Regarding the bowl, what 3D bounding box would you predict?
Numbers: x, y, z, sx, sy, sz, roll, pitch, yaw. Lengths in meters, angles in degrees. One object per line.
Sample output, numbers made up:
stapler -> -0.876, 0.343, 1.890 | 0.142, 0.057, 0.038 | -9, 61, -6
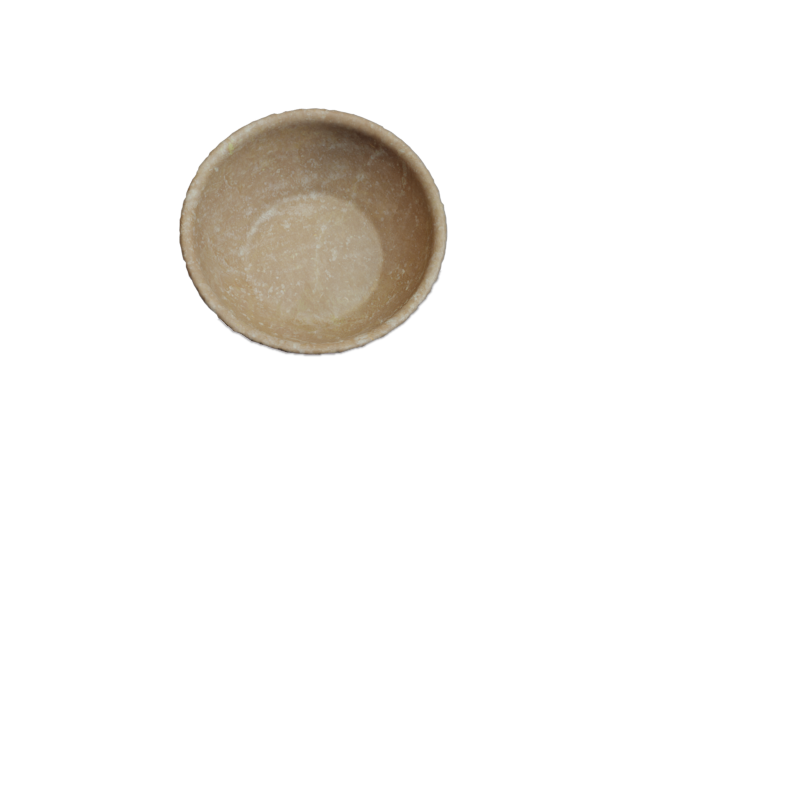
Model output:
bowl -> -0.054, -0.099, 0.692 | 0.162, 0.170, 0.052 | -1, -20, -1
